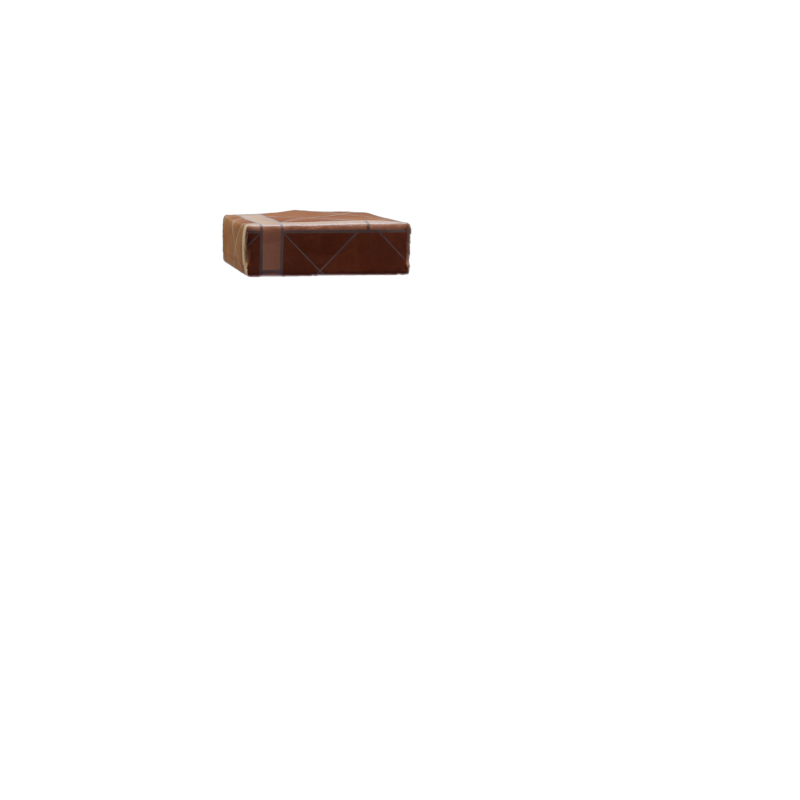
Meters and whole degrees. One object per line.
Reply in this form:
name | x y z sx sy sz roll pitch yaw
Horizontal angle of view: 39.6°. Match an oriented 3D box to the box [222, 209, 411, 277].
box | -0.047 -0.086 0.600 0.088 0.029 0.076 -4 13 -15
